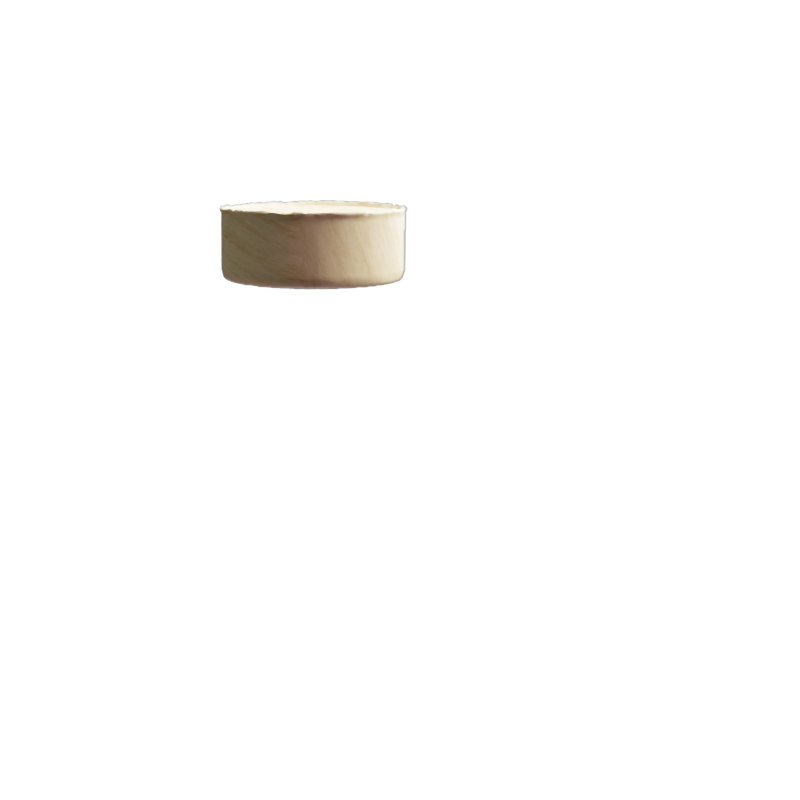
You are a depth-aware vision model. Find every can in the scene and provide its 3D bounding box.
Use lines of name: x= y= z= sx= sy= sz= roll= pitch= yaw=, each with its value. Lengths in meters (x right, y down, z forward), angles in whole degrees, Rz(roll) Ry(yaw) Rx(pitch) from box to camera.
can: x=-0.040 y=-0.073 z=0.509 sx=0.086 sy=0.033 sz=0.088 roll=0 pitch=12 yaw=-2
